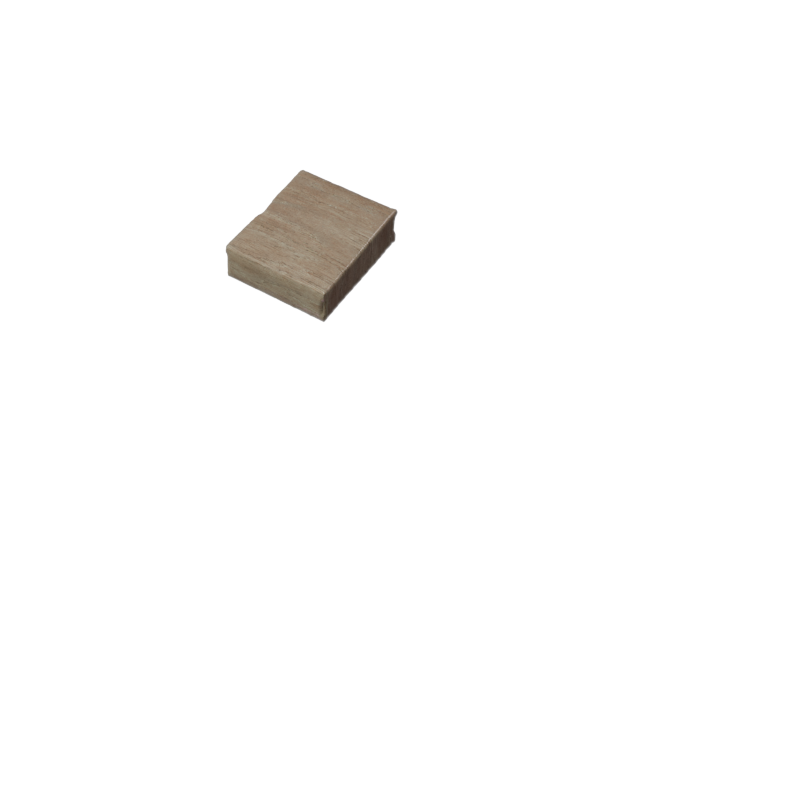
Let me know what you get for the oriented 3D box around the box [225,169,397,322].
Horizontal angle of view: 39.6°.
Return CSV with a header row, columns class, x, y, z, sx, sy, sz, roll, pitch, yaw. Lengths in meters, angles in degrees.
class,x,y,z,sx,sy,sz,roll,pitch,yaw
box,-0.054,-0.099,0.696,0.076,0.028,0.092,25,53,20
